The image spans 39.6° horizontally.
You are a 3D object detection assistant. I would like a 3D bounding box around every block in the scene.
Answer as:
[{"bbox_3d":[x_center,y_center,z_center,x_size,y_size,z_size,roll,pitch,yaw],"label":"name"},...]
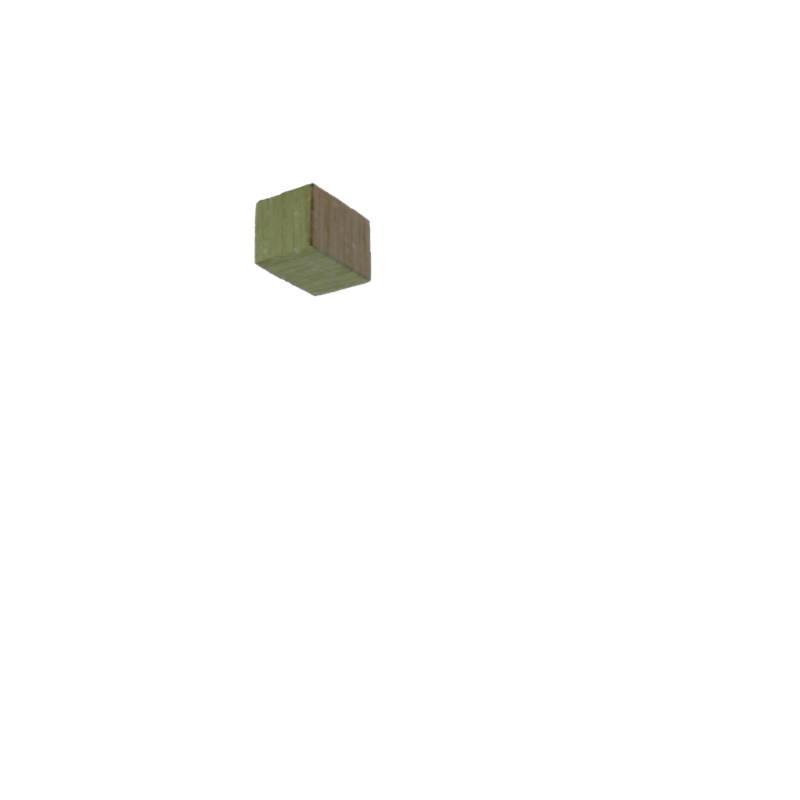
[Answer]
[{"bbox_3d":[-0.063,-0.115,0.808,0.054,0.054,0.073,-14,-24,30],"label":"block"}]
